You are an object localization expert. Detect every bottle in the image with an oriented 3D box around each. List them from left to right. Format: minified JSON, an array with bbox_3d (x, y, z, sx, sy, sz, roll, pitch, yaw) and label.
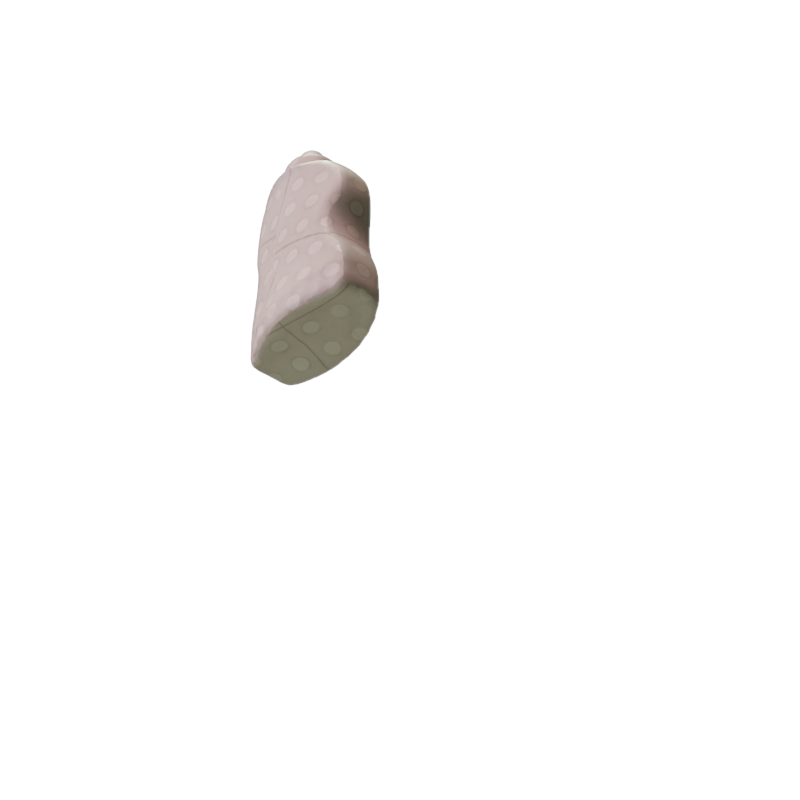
[{"bbox_3d":[-0.059,-0.108,0.755,0.055,0.206,0.094,28,-54,-28],"label":"bottle"}]
